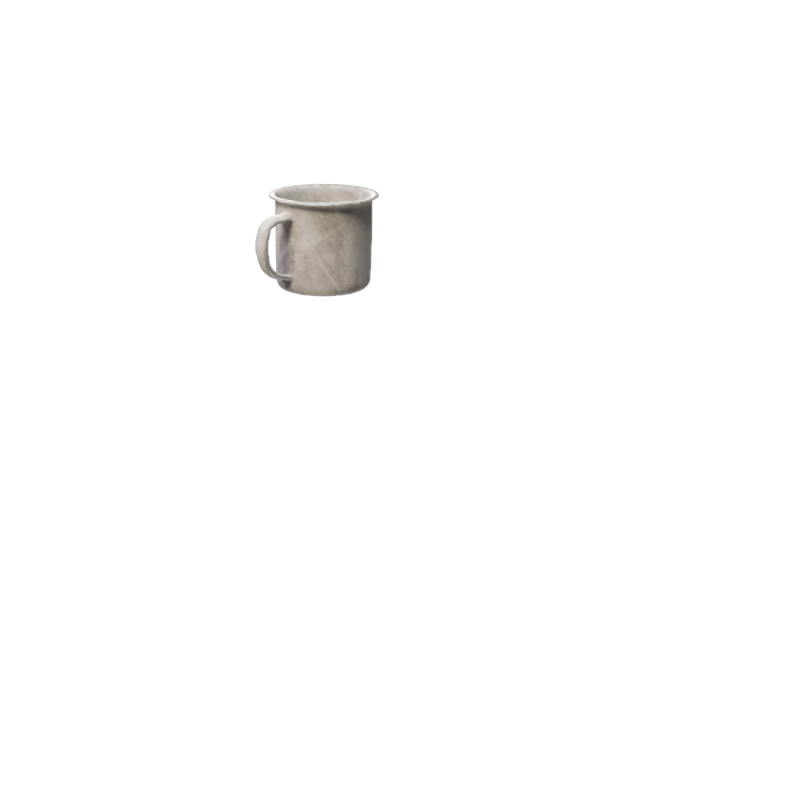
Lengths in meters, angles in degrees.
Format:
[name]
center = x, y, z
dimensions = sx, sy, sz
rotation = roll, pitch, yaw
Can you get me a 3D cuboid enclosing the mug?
[mug]
center = -0.074, -0.134, 0.939
dimensions = 0.099, 0.079, 0.115
rotation = 17, 24, 41
